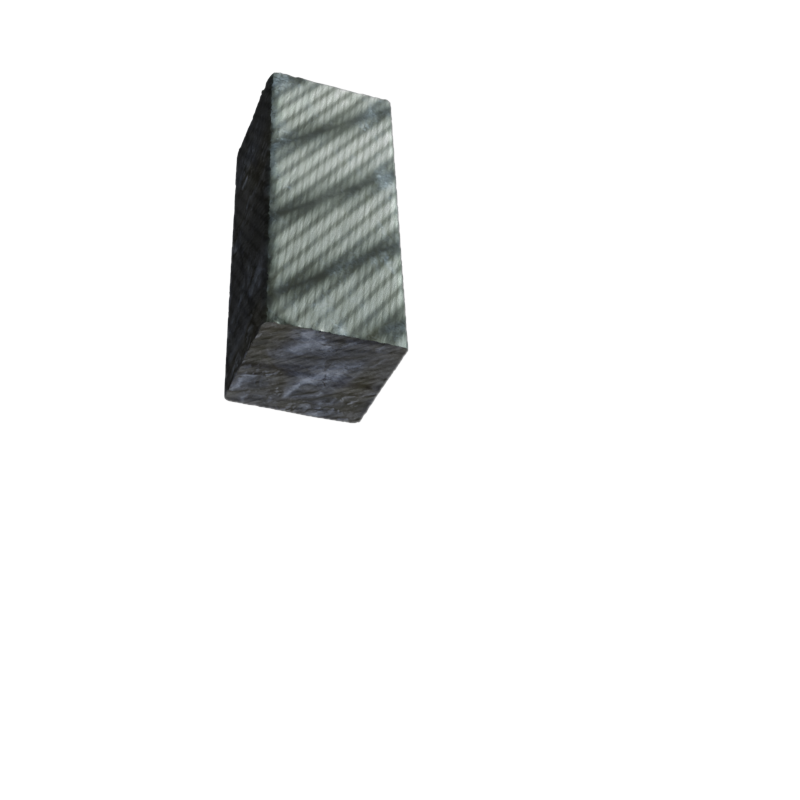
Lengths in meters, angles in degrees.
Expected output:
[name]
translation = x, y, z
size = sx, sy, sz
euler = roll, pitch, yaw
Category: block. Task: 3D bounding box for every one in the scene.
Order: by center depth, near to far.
[block]
translation = -0.057, -0.102, 0.718
size = 0.088, 0.221, 0.087
euler = 11, -38, -18
